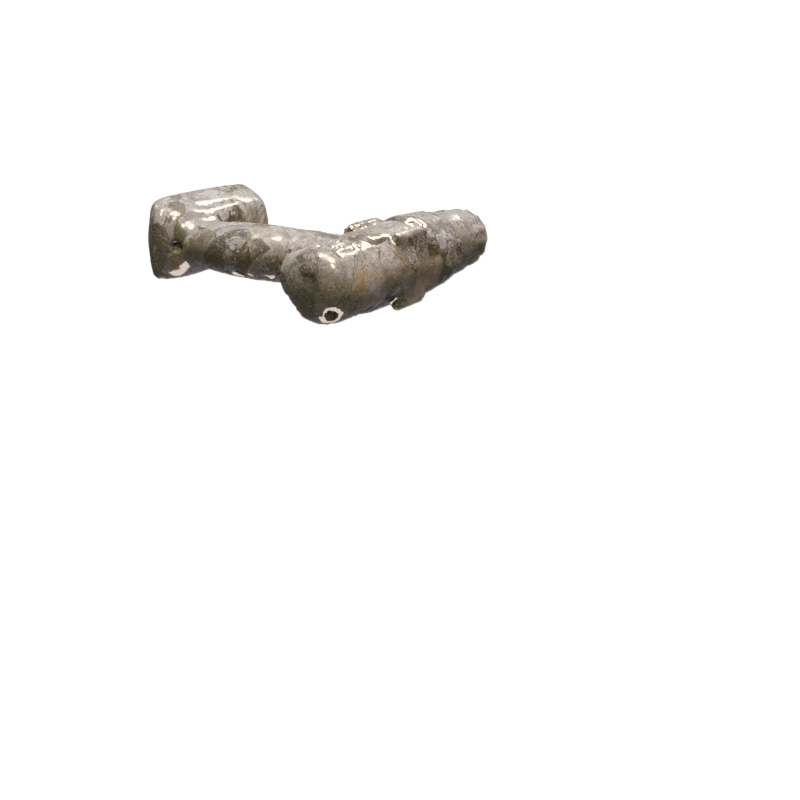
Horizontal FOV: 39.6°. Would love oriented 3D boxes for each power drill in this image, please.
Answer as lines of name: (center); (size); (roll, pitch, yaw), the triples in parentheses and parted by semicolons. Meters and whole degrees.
power drill: (-0.057, -0.104, 0.730); (0.197, 0.055, 0.182); (13, 22, 34)
